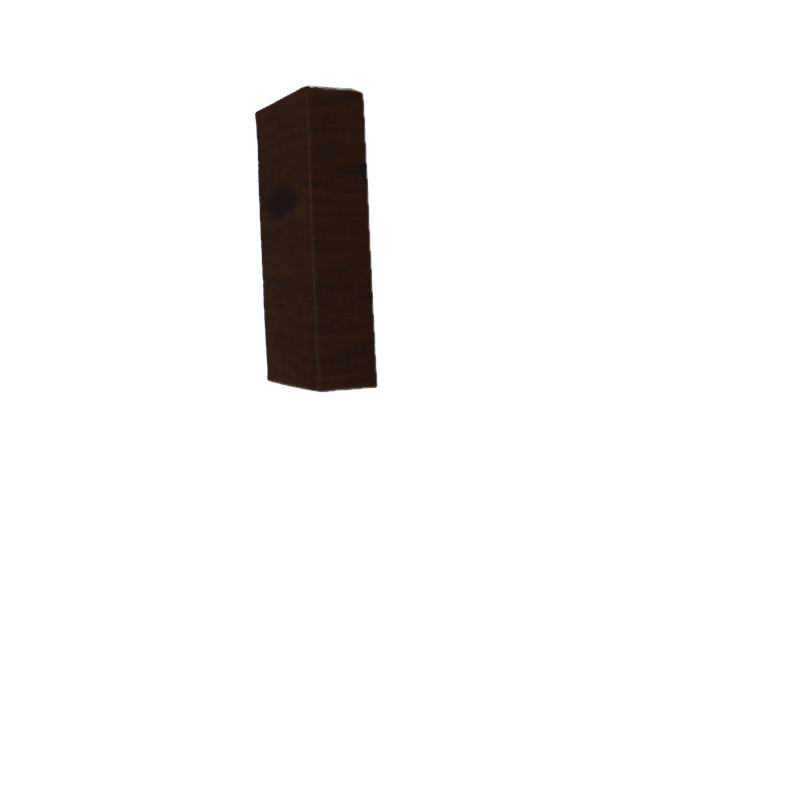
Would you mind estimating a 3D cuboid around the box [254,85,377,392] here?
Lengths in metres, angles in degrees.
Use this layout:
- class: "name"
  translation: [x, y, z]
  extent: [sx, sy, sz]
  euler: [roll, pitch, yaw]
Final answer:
- class: "box"
  translation: [-0.053, -0.097, 0.678]
  extent: [0.047, 0.177, 0.096]
  euler: [1, -2, -25]
